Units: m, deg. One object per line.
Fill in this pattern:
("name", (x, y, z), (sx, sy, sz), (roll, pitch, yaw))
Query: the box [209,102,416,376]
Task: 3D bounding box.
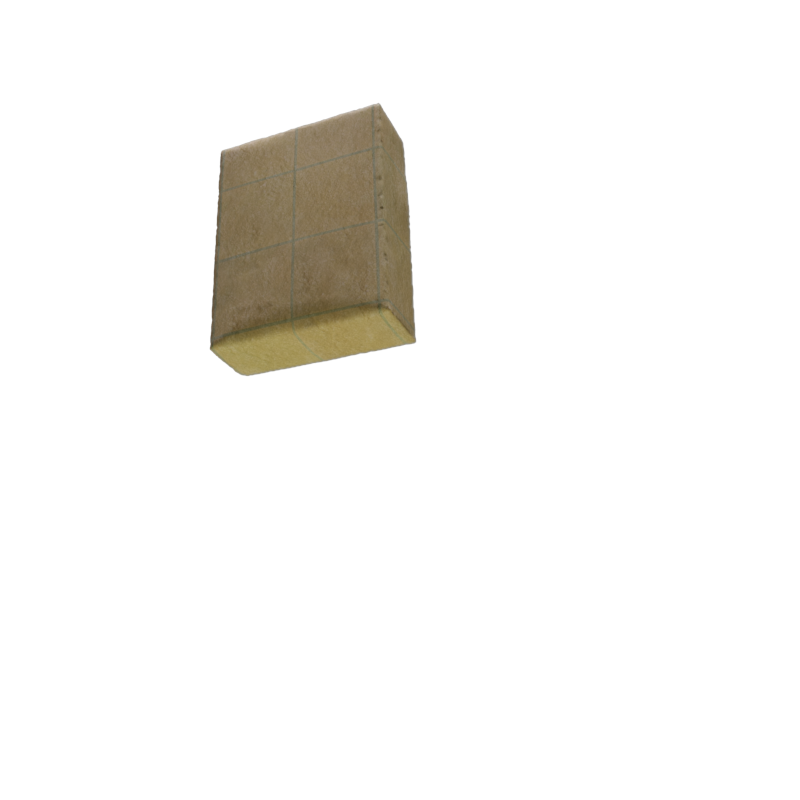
("box", (-0.076, -0.139, 0.975), (0.166, 0.228, 0.066), (-13, -33, 19))
